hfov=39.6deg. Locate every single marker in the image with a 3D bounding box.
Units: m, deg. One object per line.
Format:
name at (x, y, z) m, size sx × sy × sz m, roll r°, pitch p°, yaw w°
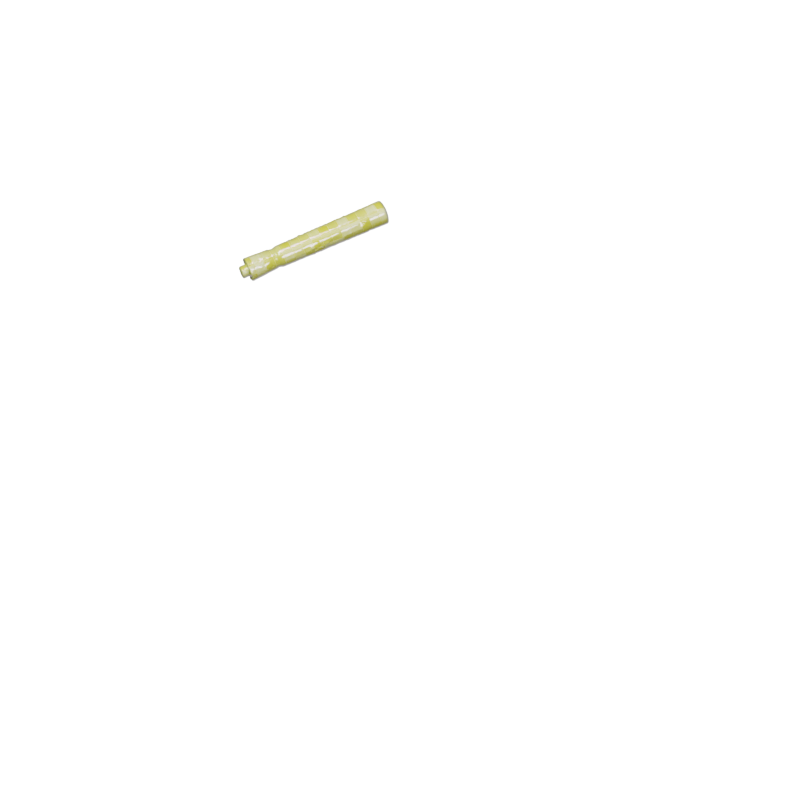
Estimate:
marker at (-0.066, -0.121, 0.849) m, size 0.121 × 0.019 × 0.020 m, roll -25°, pitch 9°, yaw -10°
